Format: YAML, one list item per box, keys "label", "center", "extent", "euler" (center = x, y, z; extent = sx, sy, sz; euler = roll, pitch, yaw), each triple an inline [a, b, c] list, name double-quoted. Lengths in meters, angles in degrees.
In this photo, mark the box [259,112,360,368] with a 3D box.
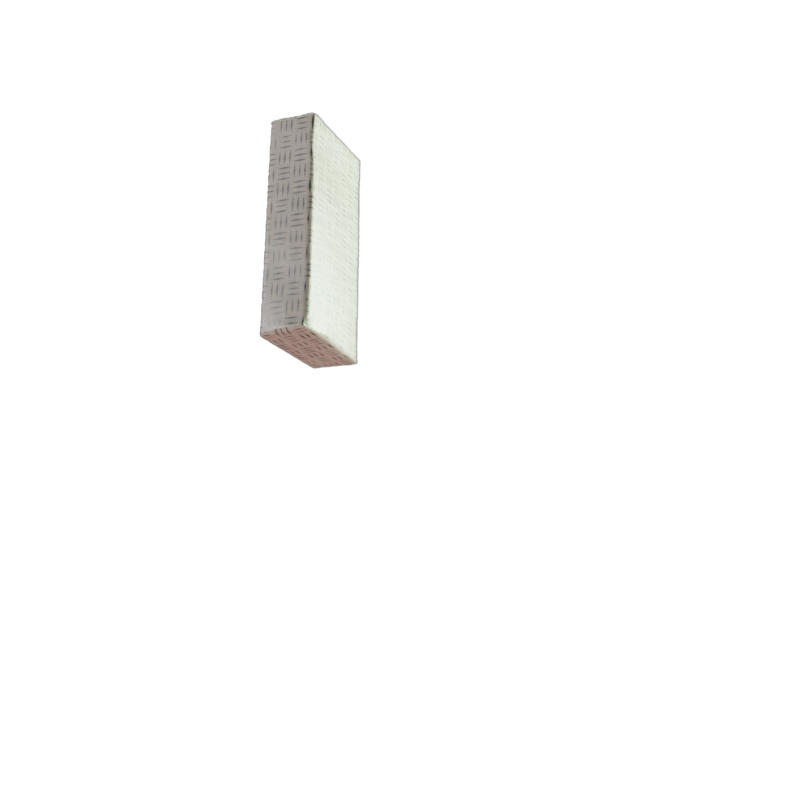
- label: "box"
  center: [-0.067, -0.122, 0.856]
  extent: [0.049, 0.186, 0.087]
  euler: [-11, -24, 21]
